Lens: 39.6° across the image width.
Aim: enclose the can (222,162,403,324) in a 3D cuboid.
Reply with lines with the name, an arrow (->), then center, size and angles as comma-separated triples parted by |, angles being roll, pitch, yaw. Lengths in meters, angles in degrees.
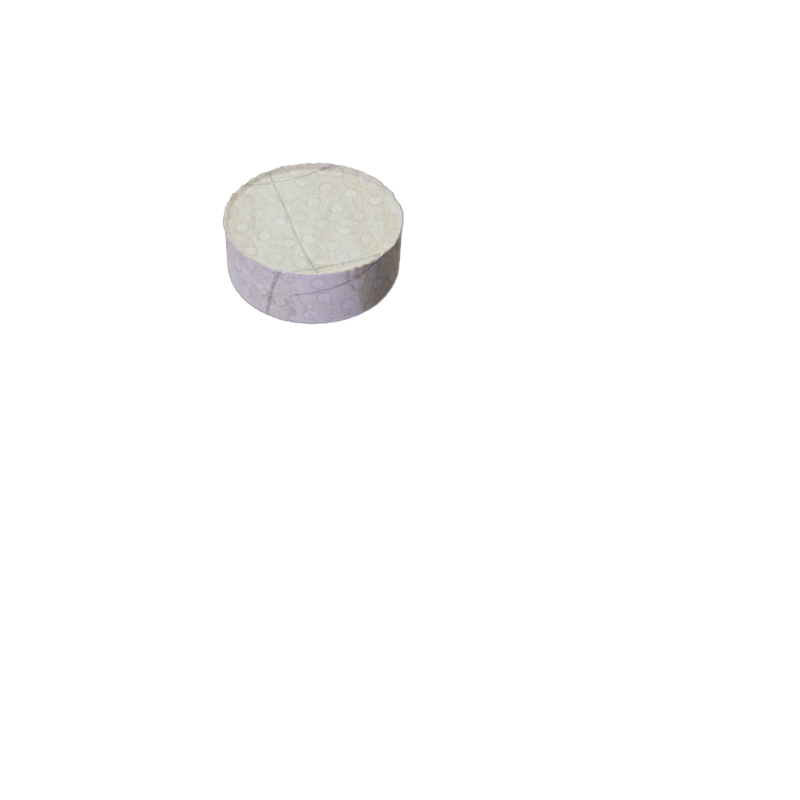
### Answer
can -> -0.042, -0.077, 0.536 | 0.086, 0.031, 0.092 | -1, 44, -1
